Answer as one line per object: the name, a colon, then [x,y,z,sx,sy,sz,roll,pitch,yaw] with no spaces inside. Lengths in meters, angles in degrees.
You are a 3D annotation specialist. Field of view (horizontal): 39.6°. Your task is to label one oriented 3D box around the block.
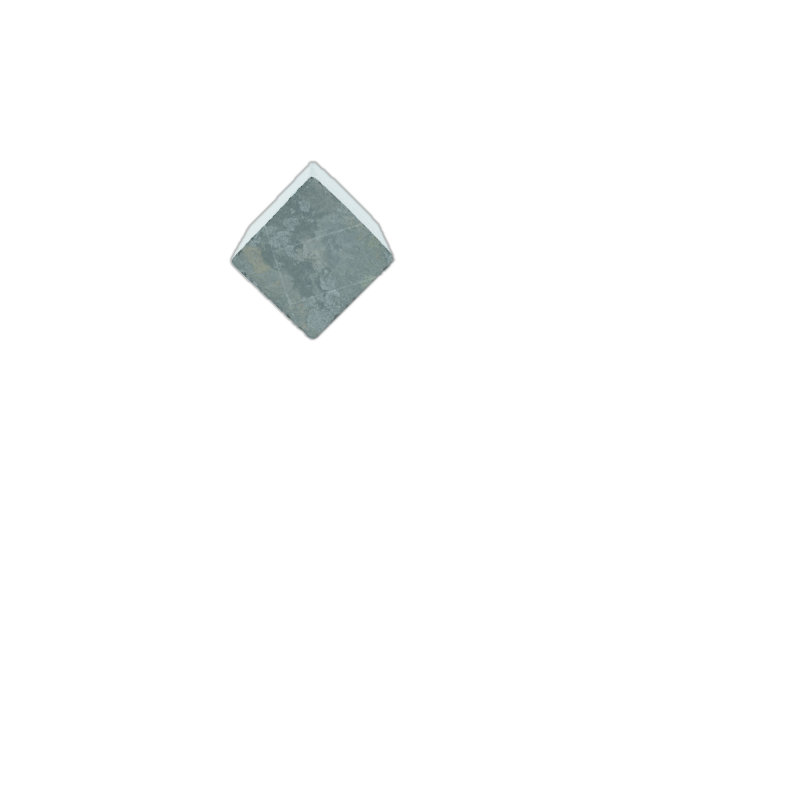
block: [-0.071,-0.131,0.916,0.088,0.090,0.212,44,7,-12]
